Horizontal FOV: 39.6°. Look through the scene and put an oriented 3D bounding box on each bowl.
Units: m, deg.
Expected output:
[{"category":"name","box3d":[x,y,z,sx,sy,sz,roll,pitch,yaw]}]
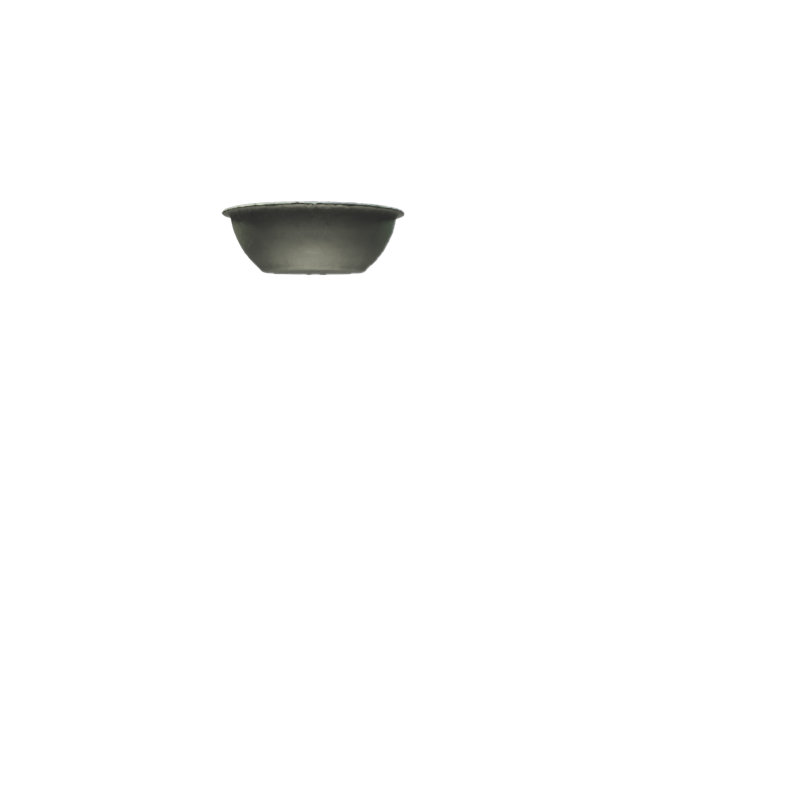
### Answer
[{"category":"bowl","box3d":[-0.077,-0.140,0.982,0.162,0.055,0.162,0,3,-2]}]
